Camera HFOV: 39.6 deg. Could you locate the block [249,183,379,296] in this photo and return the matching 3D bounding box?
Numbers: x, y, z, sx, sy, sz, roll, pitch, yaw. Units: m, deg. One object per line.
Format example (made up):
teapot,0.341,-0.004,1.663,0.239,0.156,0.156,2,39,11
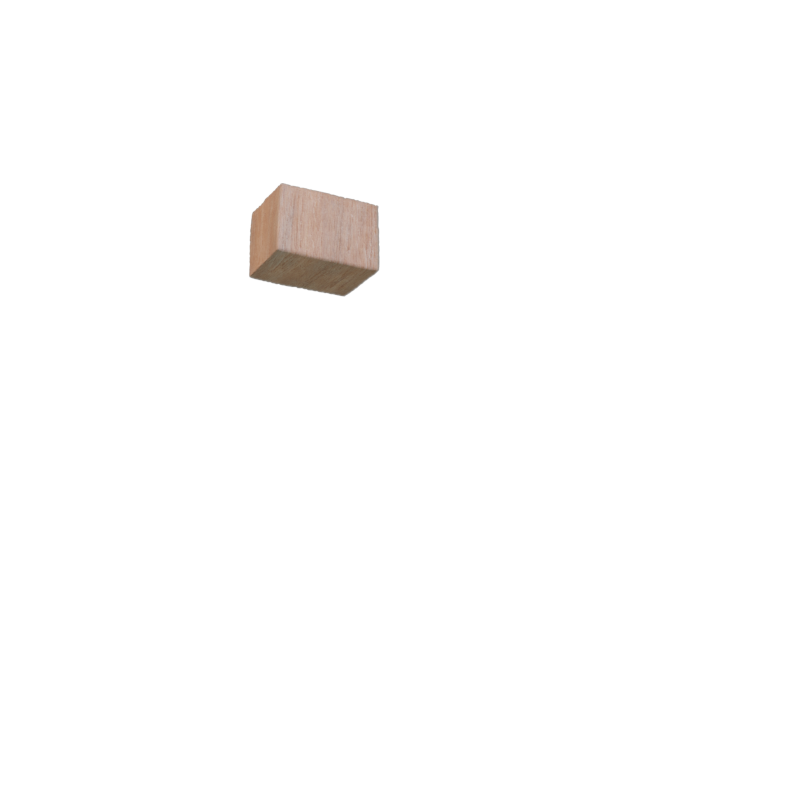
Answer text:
block,-0.060,-0.110,0.768,0.075,0.054,0.052,10,-24,-26
